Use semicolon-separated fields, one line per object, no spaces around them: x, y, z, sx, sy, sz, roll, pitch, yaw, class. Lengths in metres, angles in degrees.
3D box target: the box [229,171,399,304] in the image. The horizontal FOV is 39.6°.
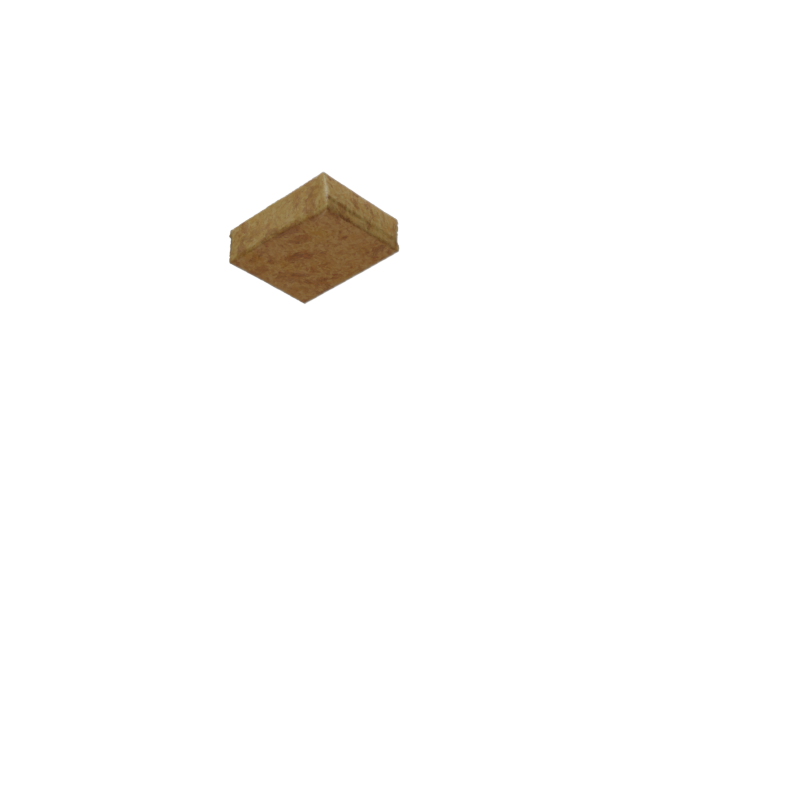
-0.071;-0.130;0.909;0.114;0.041;0.084;-24;-36;36;box
